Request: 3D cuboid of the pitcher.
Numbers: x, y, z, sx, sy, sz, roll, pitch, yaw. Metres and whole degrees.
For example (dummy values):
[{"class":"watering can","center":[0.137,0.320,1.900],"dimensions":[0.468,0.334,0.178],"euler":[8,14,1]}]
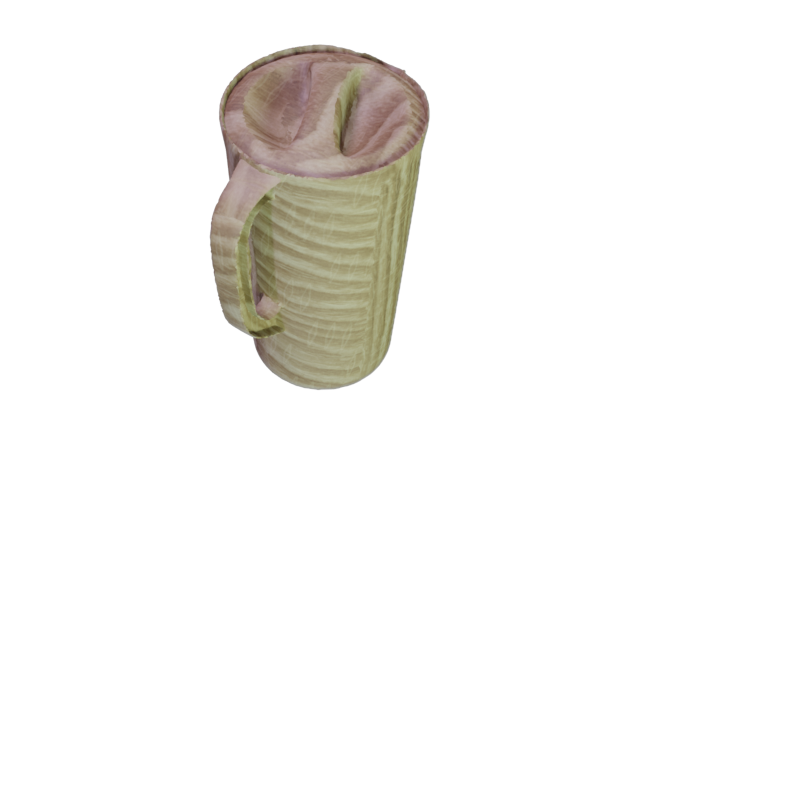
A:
[{"class":"pitcher","center":[-0.061,-0.111,0.777],"dimensions":[0.148,0.157,0.226],"euler":[-8,-39,-9]}]
